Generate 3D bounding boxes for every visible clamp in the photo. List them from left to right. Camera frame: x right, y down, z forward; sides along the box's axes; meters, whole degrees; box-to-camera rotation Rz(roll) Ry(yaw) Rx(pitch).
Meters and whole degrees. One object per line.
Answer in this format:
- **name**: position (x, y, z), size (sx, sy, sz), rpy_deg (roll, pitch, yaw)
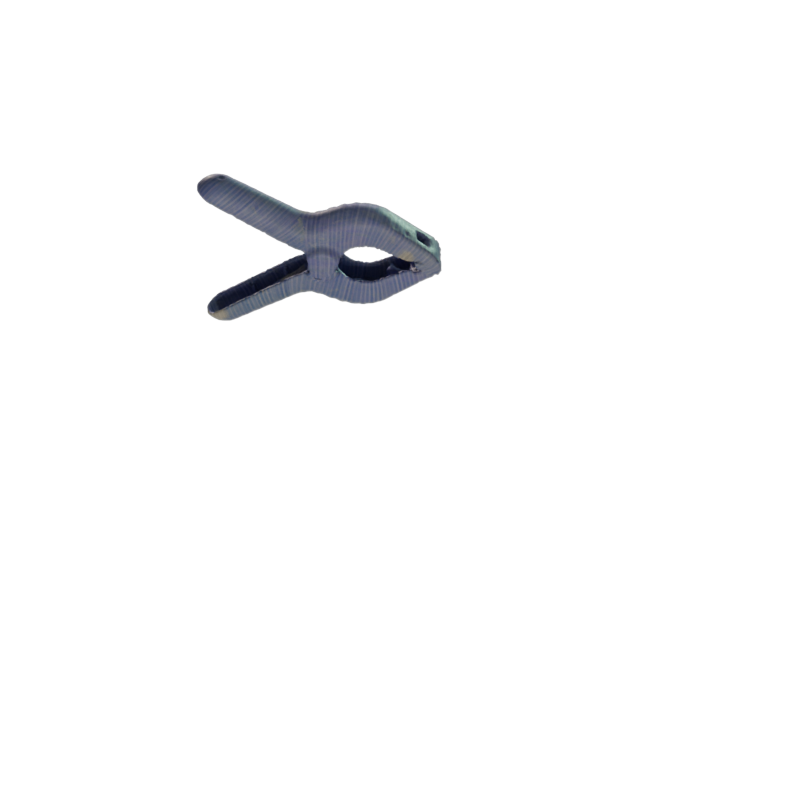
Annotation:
- **clamp**: position (-0.059, -0.108, 0.760), size (0.172, 0.042, 0.111), rpy_deg (-6, -43, 6)
